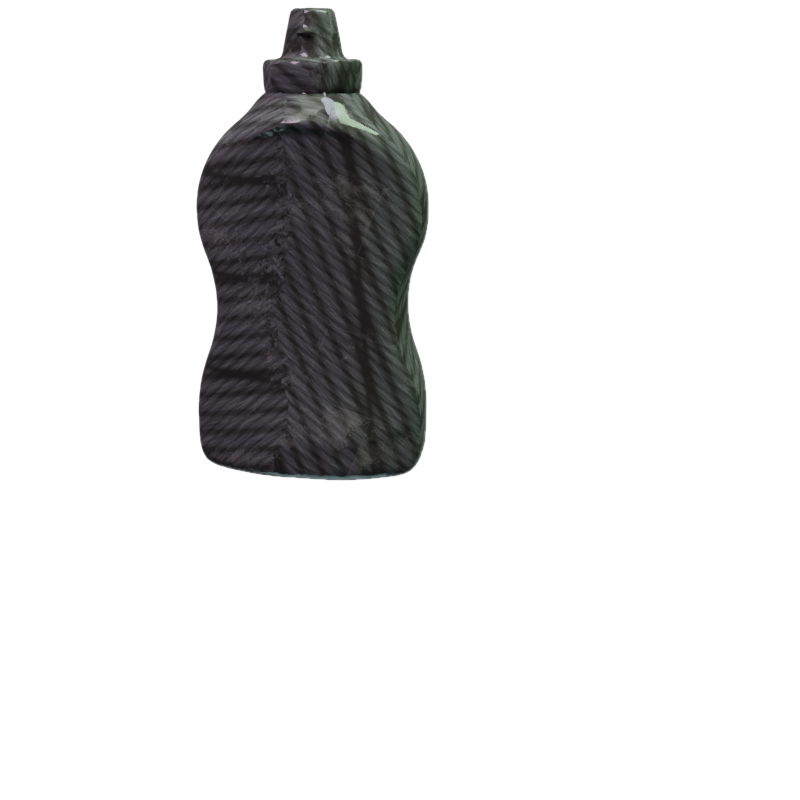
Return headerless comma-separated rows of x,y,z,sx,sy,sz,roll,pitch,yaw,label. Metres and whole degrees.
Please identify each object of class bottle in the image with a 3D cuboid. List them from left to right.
-0.036,-0.066,0.465,0.097,0.187,0.059,2,10,10,bottle
